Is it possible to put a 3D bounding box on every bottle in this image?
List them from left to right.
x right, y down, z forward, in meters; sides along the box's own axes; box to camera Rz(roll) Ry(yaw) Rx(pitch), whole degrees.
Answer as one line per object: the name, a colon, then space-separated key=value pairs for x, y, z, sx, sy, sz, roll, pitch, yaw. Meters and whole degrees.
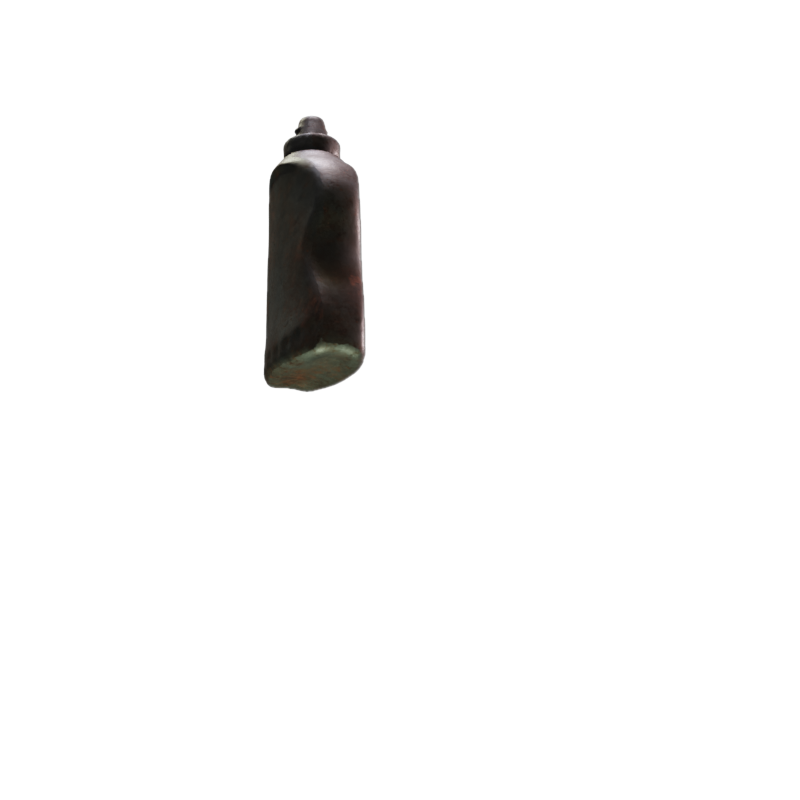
bottle: x=-0.060 y=-0.109 z=0.766 sx=0.056 sy=0.202 sz=0.094 roll=9 pitch=-24 yaw=-23
